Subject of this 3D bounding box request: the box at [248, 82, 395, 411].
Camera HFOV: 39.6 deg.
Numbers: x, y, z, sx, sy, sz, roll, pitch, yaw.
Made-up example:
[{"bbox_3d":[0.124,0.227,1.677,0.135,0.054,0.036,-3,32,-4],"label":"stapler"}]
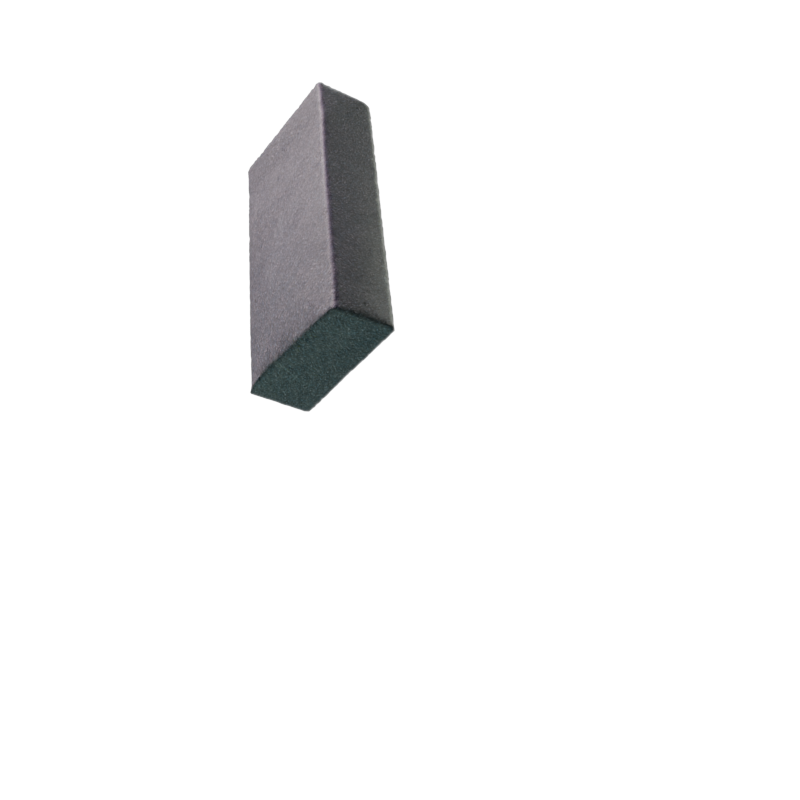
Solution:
[{"bbox_3d":[-0.051,-0.093,0.652,0.046,0.189,0.091,21,-44,-28],"label":"box"}]
